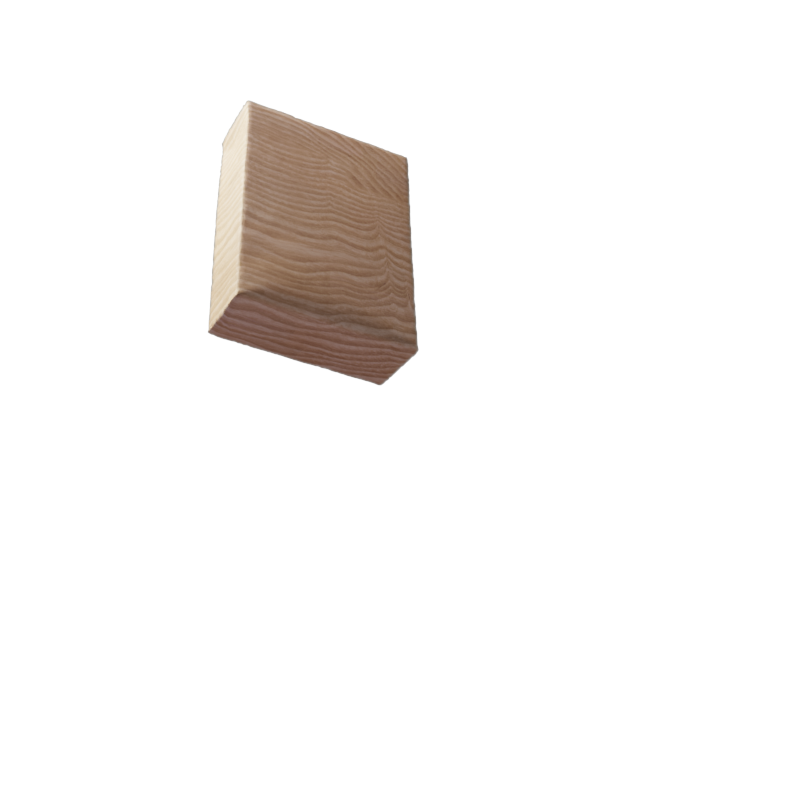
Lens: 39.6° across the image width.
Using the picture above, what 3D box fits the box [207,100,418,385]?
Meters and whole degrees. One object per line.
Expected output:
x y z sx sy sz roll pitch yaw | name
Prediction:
-0.074 -0.135 0.947 0.158 0.229 0.070 15 -40 -23 | box
